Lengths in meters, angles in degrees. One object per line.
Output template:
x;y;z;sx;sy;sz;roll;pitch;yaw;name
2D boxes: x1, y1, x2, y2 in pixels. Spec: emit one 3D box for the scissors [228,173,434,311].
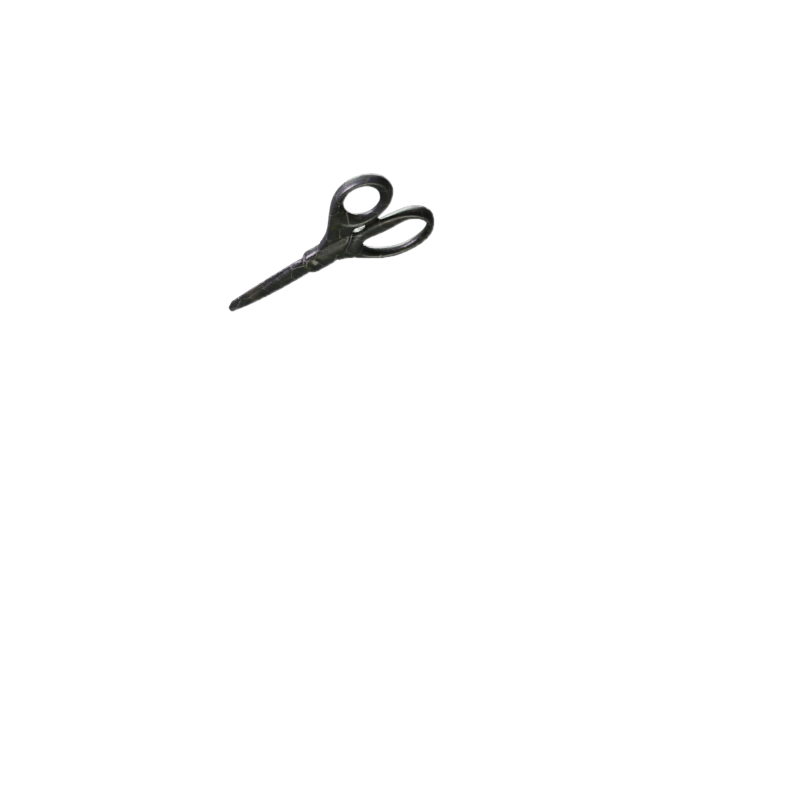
-0.073;-0.132;0.926;0.203;0.017;0.089;-15;-45;16;scissors
